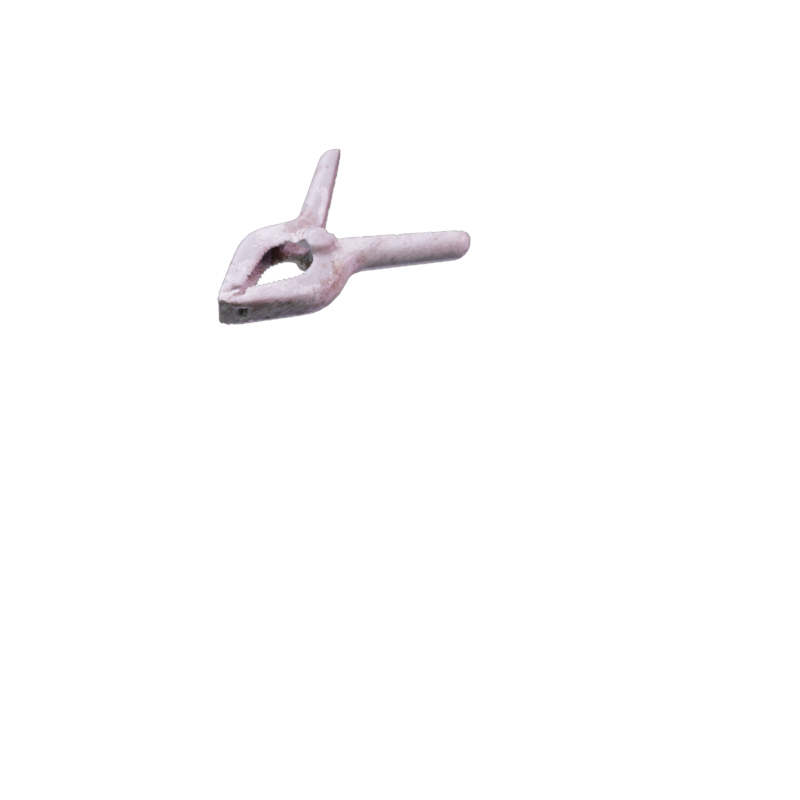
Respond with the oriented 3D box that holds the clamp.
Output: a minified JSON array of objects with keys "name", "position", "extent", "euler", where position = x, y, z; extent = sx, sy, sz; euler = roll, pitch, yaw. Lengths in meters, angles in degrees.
[{"name":"clamp","position":[-0.071,-0.130,0.908],"extent":[0.210,0.034,0.177],"euler":[-30,53,-26]}]
